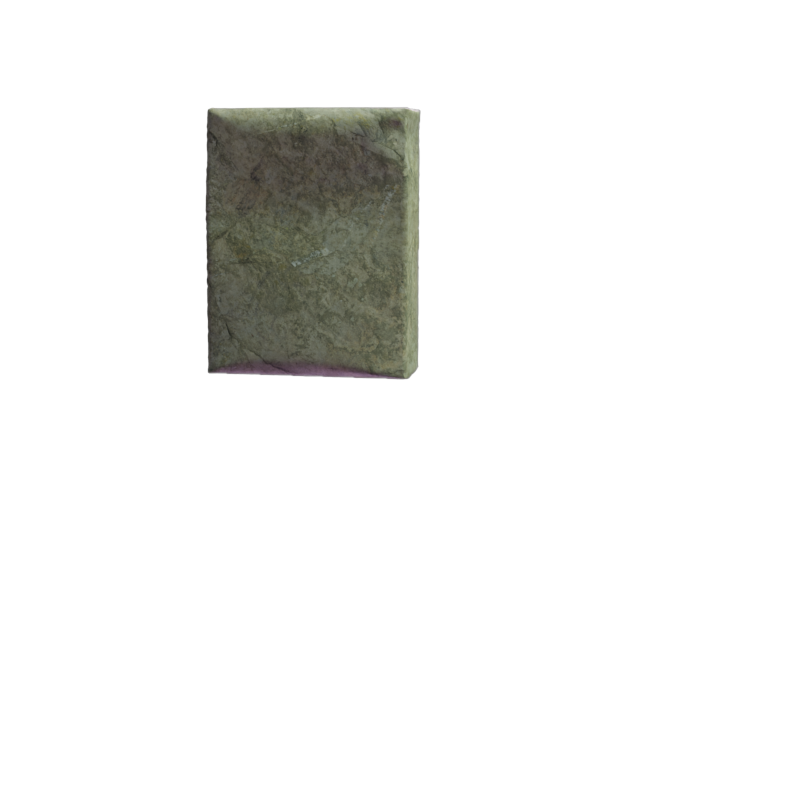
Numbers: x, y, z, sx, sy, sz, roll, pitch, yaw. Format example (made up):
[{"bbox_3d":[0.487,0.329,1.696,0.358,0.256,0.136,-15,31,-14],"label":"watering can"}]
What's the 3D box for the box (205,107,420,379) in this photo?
[{"bbox_3d":[-0.069,-0.127,0.886,0.167,0.211,0.071,2,6,12],"label":"box"}]
